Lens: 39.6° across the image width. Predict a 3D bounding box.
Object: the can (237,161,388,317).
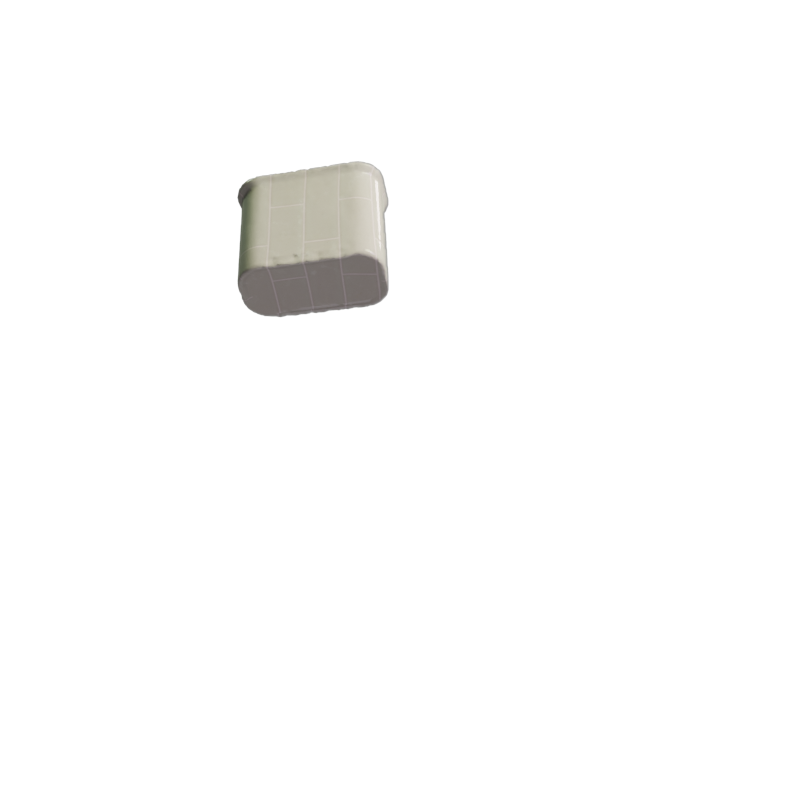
[{"bbox_3d":[-0.058,-0.106,0.739,0.103,0.090,0.053,-7,-40,7],"label":"can"}]
